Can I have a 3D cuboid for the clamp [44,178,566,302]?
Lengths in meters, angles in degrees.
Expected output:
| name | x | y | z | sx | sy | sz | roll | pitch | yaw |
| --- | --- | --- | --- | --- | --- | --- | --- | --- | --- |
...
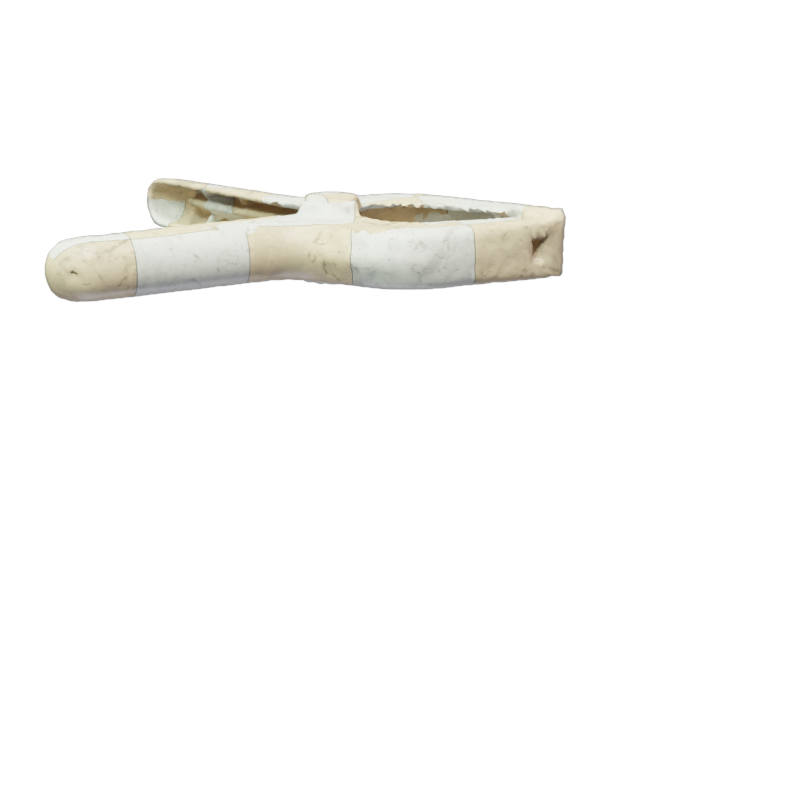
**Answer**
| name | x | y | z | sx | sy | sz | roll | pitch | yaw |
| --- | --- | --- | --- | --- | --- | --- | --- | --- | --- |
| clamp | -0.037 | -0.068 | 0.476 | 0.214 | 0.035 | 0.168 | 4 | 21 | 11 |
